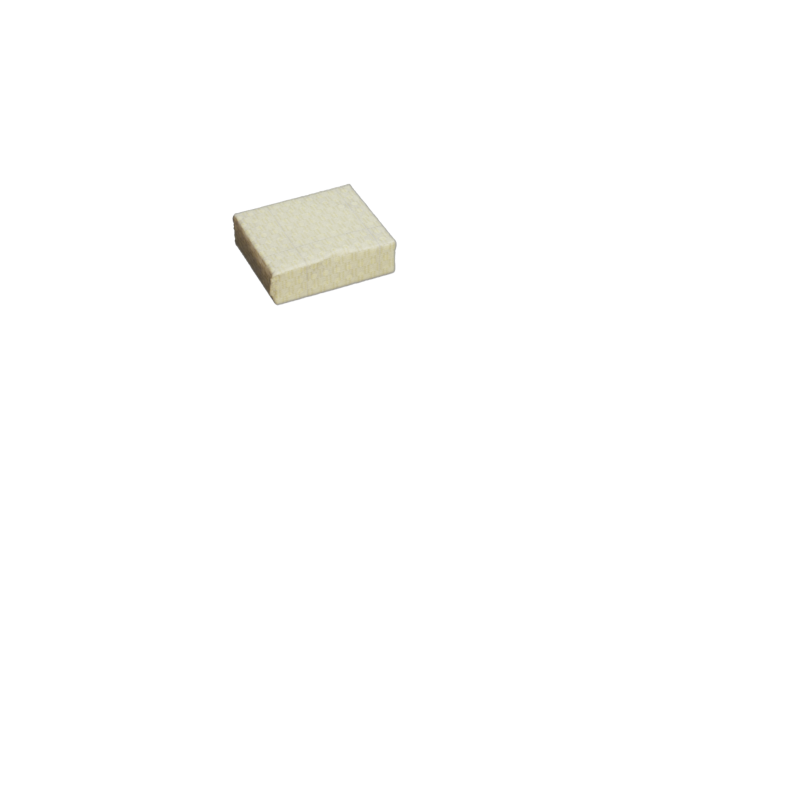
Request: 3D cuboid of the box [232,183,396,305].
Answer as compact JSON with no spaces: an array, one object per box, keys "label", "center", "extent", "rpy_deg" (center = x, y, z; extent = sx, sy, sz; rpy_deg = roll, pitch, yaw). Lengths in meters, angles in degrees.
[{"label":"box","center":[-0.058,-0.105,0.735],"extent":[0.088,0.028,0.079],"rpy_deg":[-17,45,-19]}]
